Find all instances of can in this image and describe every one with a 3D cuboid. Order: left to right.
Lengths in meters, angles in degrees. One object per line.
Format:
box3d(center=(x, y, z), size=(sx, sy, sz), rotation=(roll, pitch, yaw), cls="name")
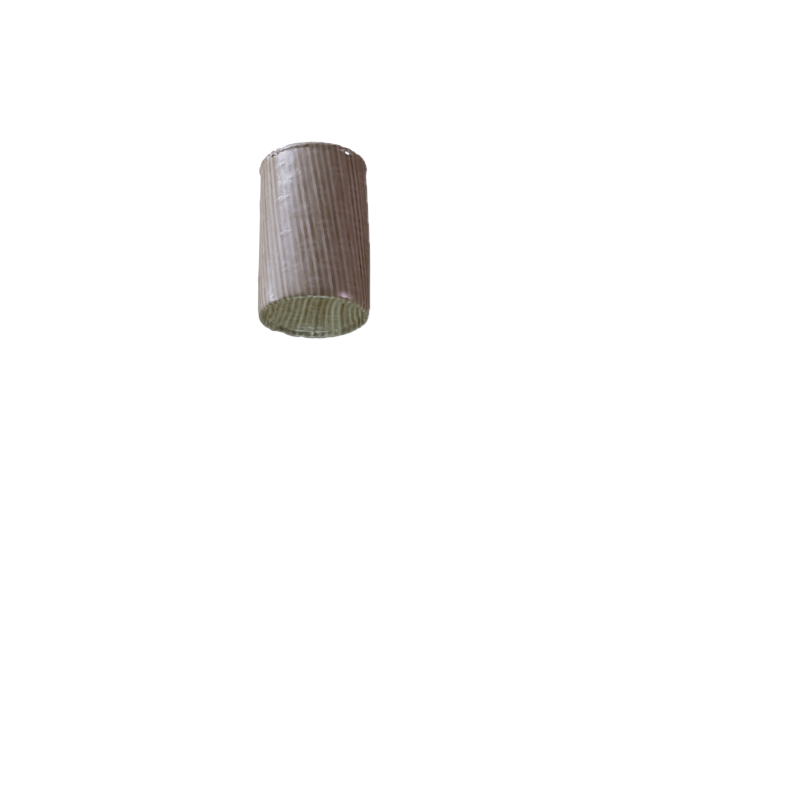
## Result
box3d(center=(-0.053, -0.097, 0.676), size=(0.068, 0.108, 0.065), rotation=(0, -24, -2), cls="can")
